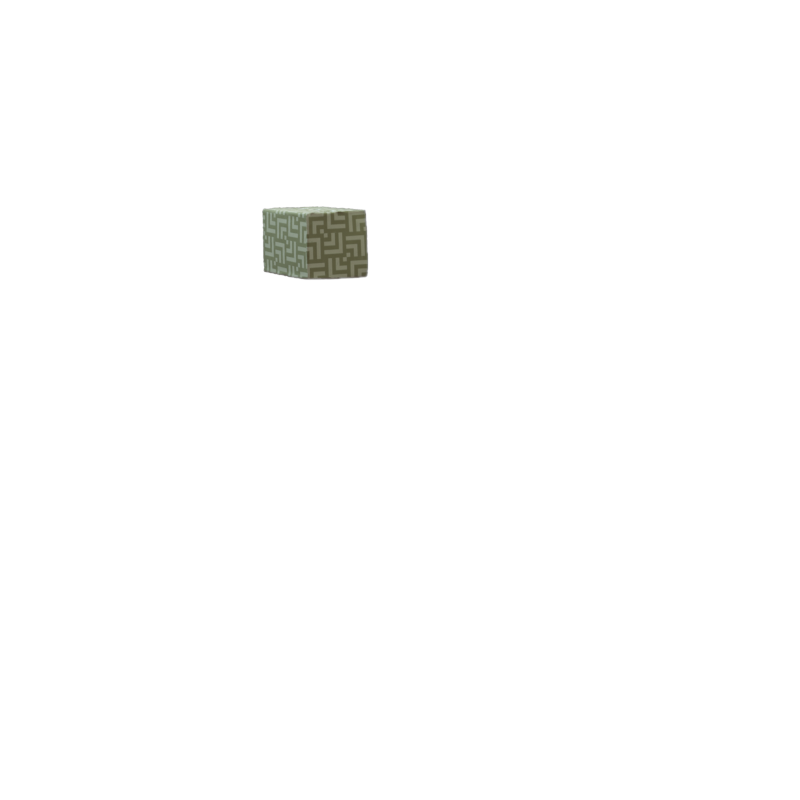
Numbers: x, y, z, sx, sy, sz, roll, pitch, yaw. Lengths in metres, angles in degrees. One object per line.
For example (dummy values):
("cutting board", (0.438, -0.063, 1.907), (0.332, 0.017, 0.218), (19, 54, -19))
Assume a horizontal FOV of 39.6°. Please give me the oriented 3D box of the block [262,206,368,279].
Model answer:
("block", (-0.067, -0.122, 0.852), (0.051, 0.050, 0.082), (-5, 11, -32))
